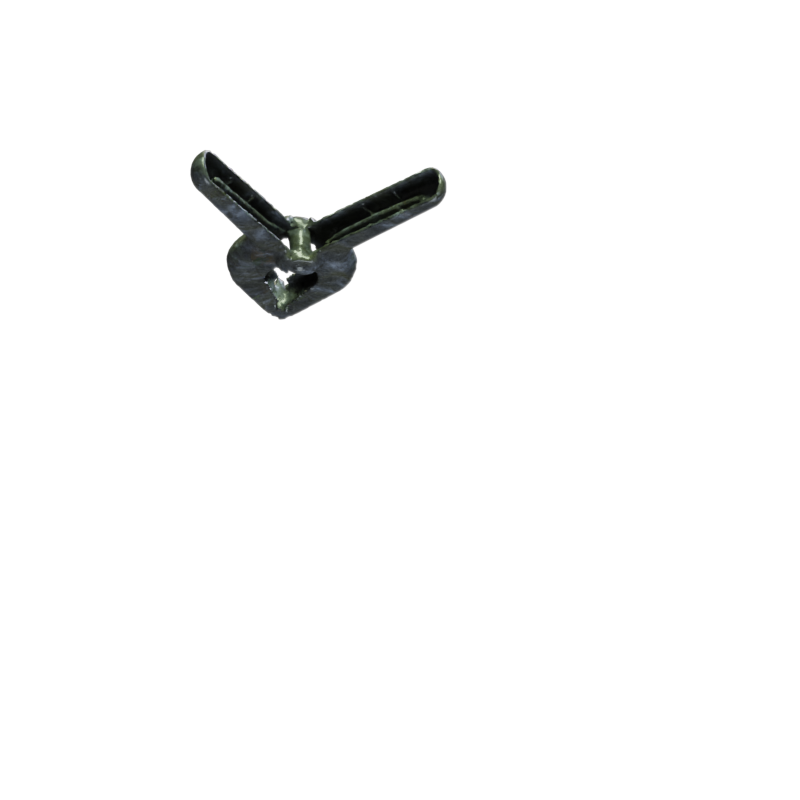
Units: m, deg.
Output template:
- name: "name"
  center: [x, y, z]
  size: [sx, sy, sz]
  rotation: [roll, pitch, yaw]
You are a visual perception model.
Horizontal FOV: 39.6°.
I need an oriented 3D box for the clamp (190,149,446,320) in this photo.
- name: "clamp"
  center: [-0.061, -0.112, 0.782]
  size: [0.164, 0.038, 0.200]
  rotation: [2, -22, -5]
